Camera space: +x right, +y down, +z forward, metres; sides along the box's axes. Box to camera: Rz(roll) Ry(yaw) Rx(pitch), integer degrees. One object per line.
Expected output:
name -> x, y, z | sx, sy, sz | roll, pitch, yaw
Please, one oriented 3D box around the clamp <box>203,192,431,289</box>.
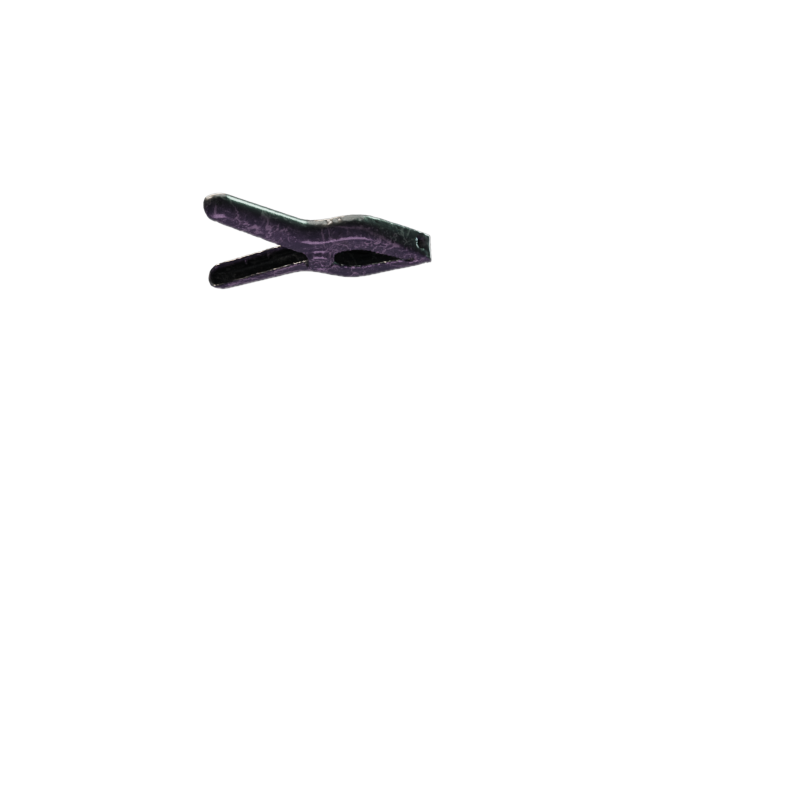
clamp -> -0.077, -0.141, 0.986 | 0.211, 0.038, 0.156 | -1, -18, 2
